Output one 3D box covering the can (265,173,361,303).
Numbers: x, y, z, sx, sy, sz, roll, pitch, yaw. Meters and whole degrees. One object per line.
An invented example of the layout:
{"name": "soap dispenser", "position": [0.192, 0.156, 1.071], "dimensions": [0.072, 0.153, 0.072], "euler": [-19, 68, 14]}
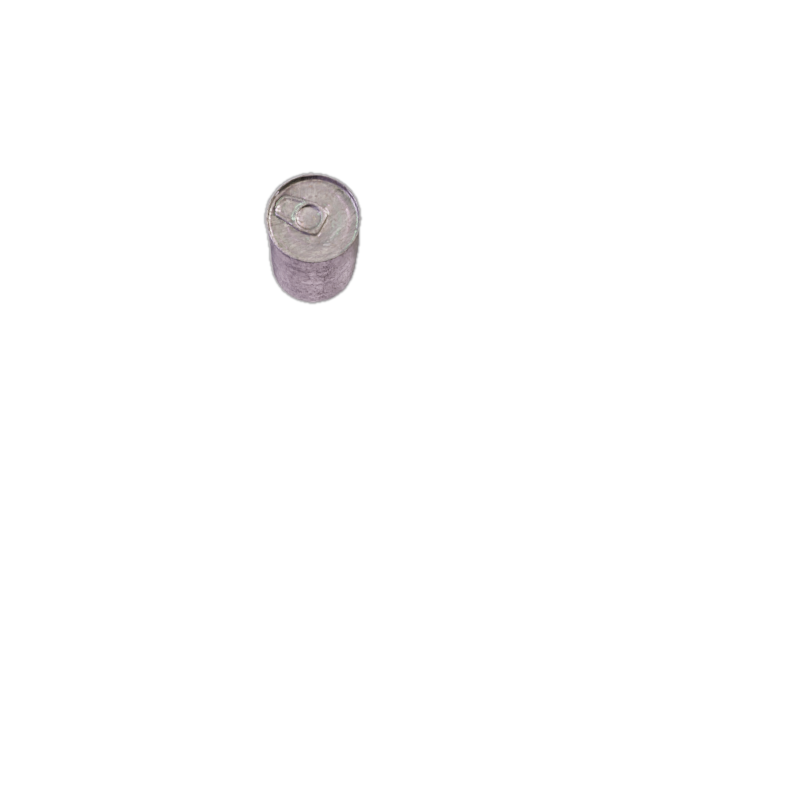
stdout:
{"name": "can", "position": [-0.065, -0.119, 0.833], "dimensions": [0.068, 0.071, 0.098], "euler": [0, -15, -3]}
